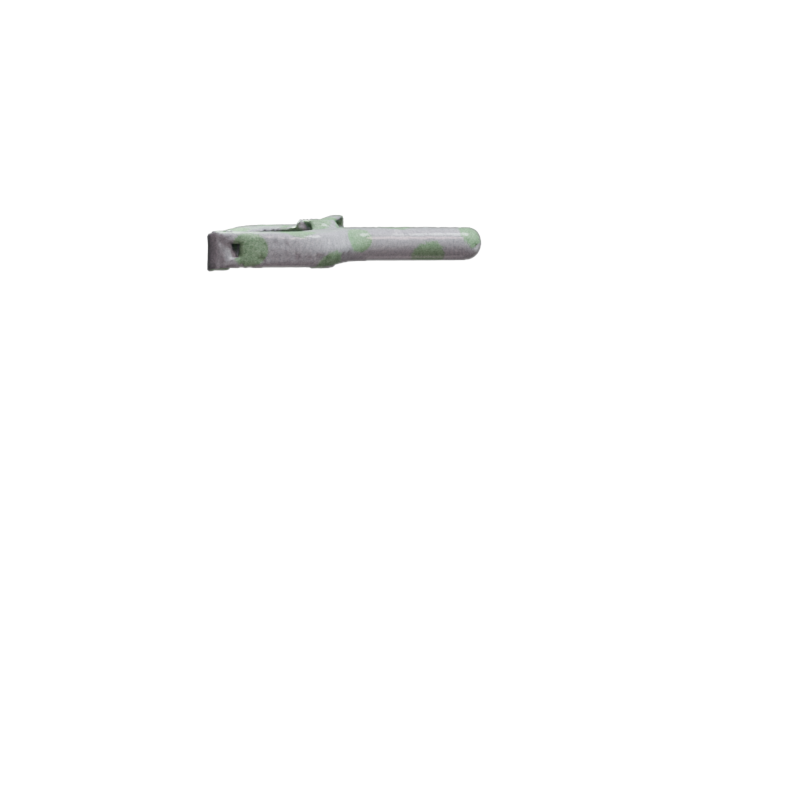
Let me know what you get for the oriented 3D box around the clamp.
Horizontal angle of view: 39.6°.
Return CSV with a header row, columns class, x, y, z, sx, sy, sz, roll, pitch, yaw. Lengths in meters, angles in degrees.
class,x,y,z,sx,sy,sz,roll,pitch,yaw
clamp,-0.067,-0.122,0.853,0.204,0.036,0.173,-10,16,-37
